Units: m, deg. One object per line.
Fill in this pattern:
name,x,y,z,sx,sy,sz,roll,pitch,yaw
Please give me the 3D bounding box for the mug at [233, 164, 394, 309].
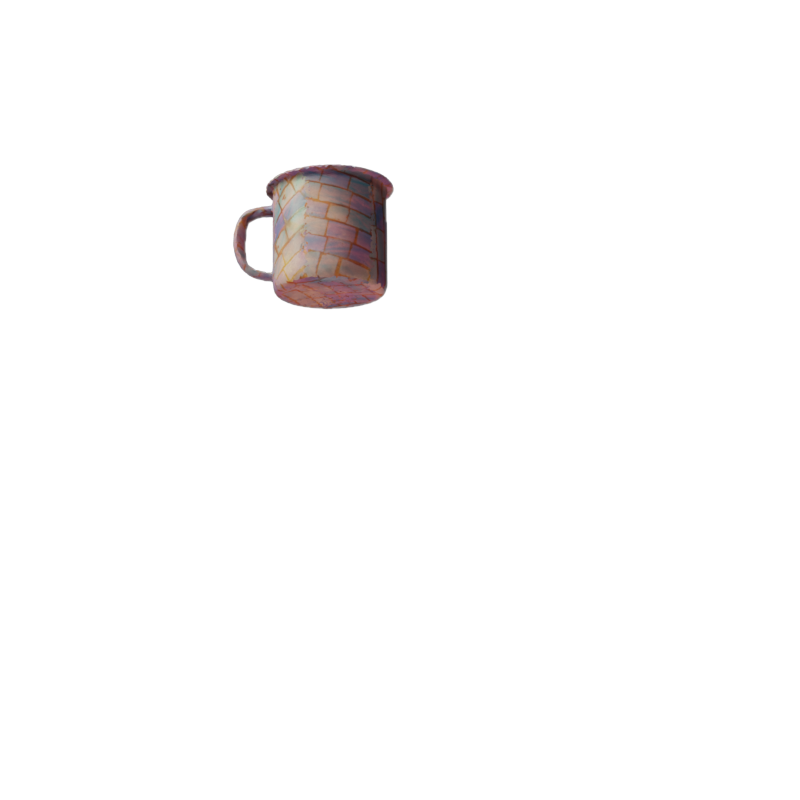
mug,-0.062,-0.114,0.796,0.118,0.085,0.089,-1,-14,4
